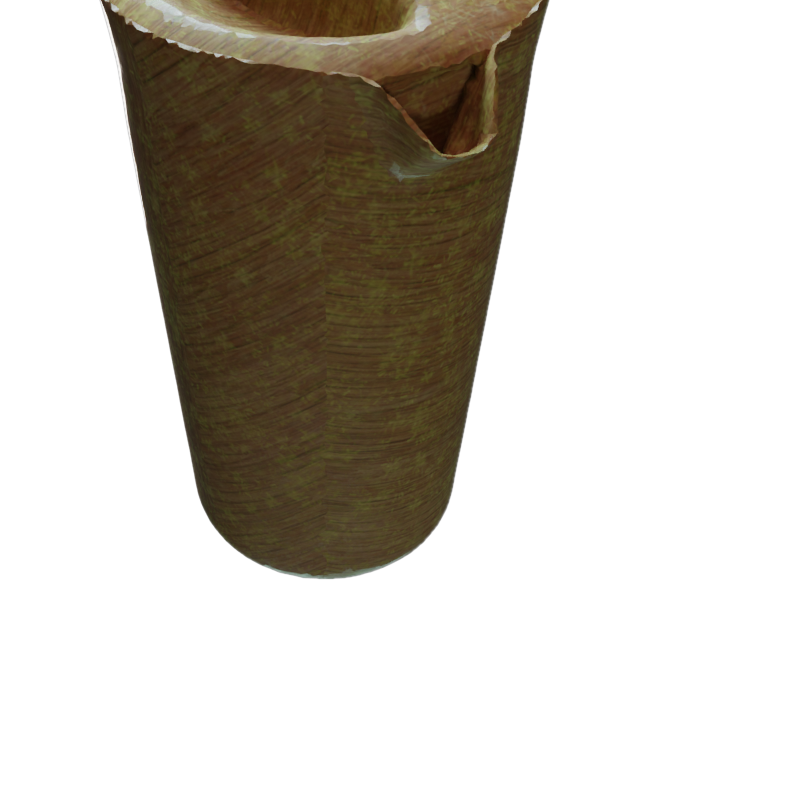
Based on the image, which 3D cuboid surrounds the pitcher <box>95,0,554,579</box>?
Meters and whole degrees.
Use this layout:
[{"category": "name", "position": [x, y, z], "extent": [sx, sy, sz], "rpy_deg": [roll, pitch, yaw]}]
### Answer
[{"category": "pitcher", "position": [-0.031, -0.057, 0.402], "extent": [0.148, 0.227, 0.156], "rpy_deg": [13, 43, 11]}]
